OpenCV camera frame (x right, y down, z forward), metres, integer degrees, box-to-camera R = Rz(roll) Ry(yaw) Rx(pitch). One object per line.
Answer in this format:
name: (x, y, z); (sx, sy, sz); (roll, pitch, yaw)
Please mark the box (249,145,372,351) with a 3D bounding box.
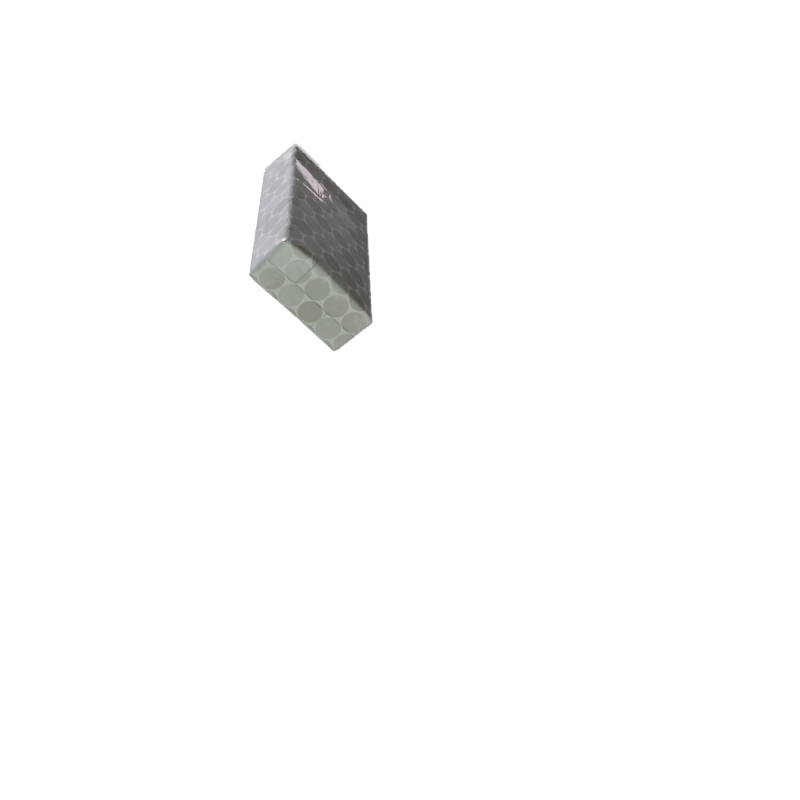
box: (-0.068, -0.124, 0.869); (0.048, 0.089, 0.187); (-40, 26, 19)
